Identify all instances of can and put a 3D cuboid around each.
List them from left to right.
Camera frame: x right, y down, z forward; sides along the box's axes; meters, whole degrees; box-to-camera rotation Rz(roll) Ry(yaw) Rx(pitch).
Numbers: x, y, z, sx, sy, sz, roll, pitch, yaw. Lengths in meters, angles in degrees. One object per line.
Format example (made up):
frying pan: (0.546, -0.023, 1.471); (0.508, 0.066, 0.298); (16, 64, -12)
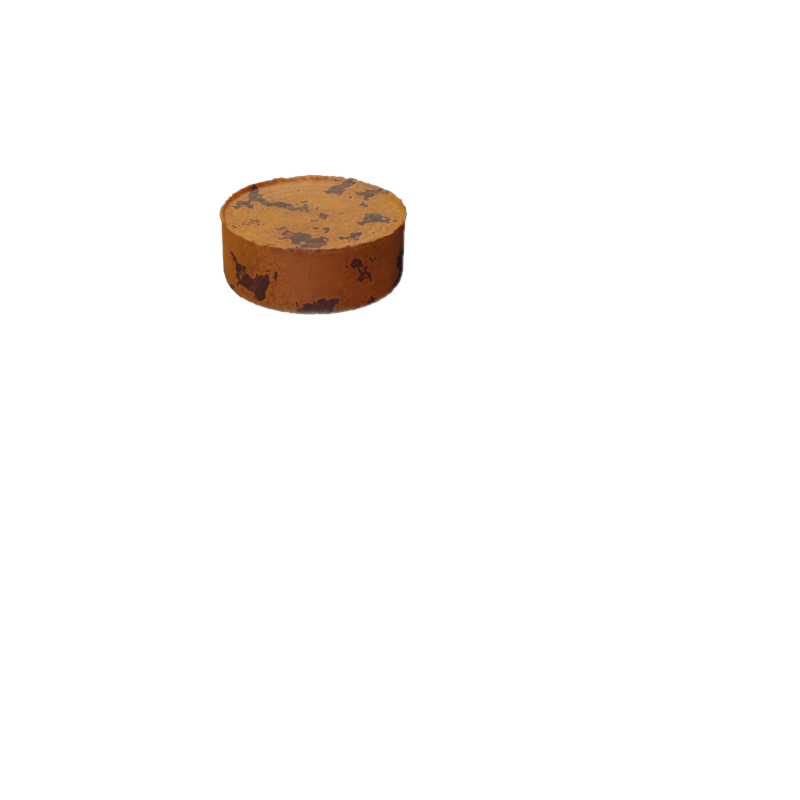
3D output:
can: (-0.040, -0.073, 0.514); (0.086, 0.032, 0.091); (-1, 31, -2)
